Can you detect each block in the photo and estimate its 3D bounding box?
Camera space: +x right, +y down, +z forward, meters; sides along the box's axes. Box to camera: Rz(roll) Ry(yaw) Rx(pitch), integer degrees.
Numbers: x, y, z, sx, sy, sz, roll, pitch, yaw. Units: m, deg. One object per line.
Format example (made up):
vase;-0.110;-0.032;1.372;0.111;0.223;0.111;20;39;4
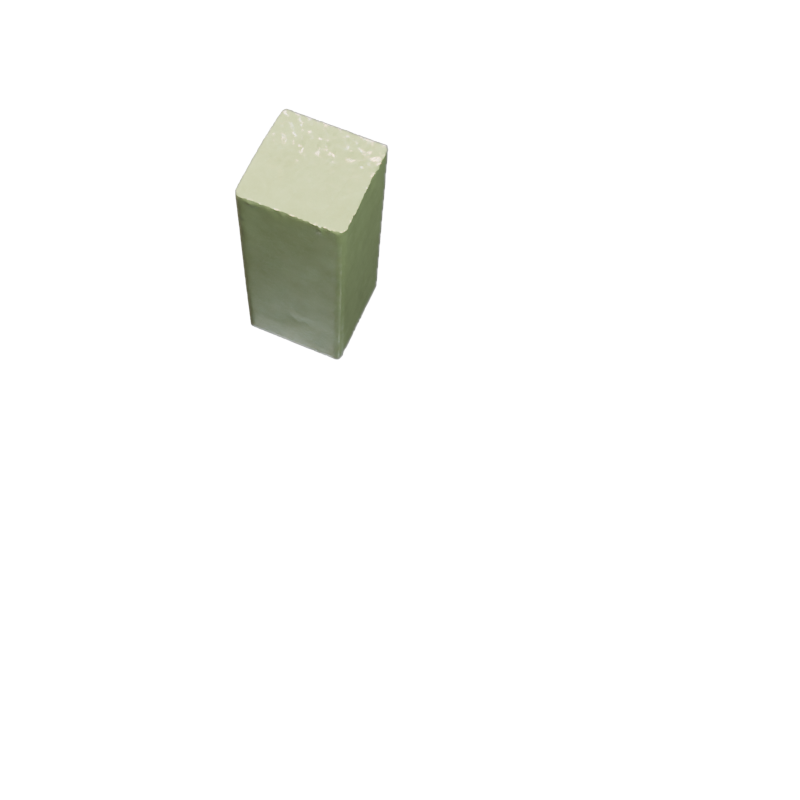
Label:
block;-0.071;-0.129;0.904;0.093;0.094;0.194;22;-26;7
